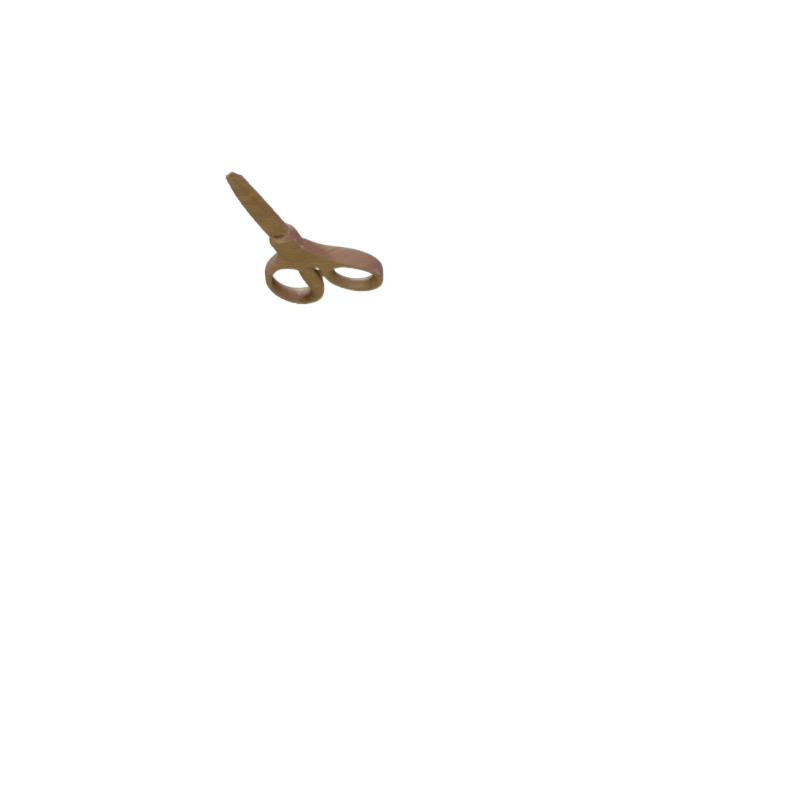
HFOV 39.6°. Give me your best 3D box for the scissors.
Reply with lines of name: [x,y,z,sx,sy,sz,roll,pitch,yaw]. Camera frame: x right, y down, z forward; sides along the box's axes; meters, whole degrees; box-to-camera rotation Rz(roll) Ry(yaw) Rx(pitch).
scissors: [-0.059,-0.108,0.758,0.096,0.016,0.192,0,-17,0]
